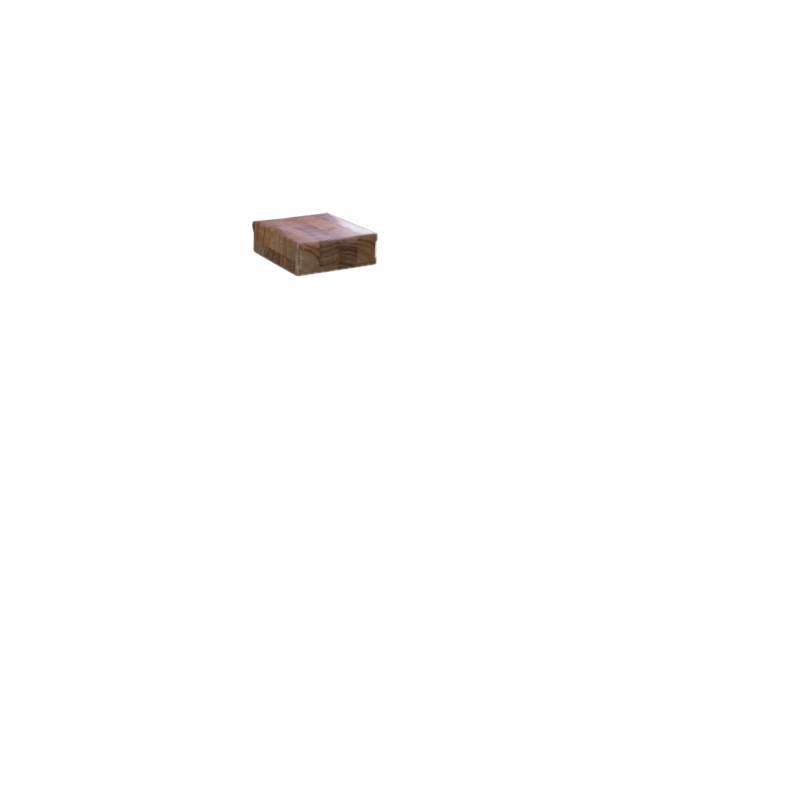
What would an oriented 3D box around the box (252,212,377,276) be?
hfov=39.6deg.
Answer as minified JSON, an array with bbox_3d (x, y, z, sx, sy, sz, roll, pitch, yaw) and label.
[{"bbox_3d":[-0.072,-0.130,0.912,0.071,0.029,0.095,-11,24,-27],"label":"box"}]
